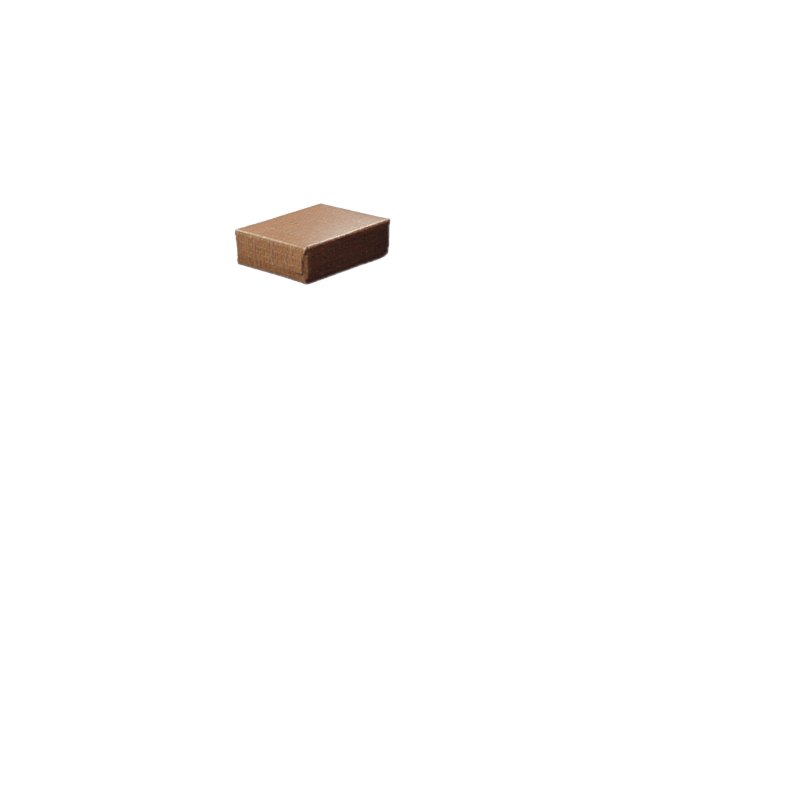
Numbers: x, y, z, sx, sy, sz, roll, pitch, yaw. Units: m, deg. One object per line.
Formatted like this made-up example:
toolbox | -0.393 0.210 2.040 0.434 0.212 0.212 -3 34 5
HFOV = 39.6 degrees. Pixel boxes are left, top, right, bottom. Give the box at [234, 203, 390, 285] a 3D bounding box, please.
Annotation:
box | -0.078 -0.142 0.995 0.095 0.037 0.112 20 30 38
